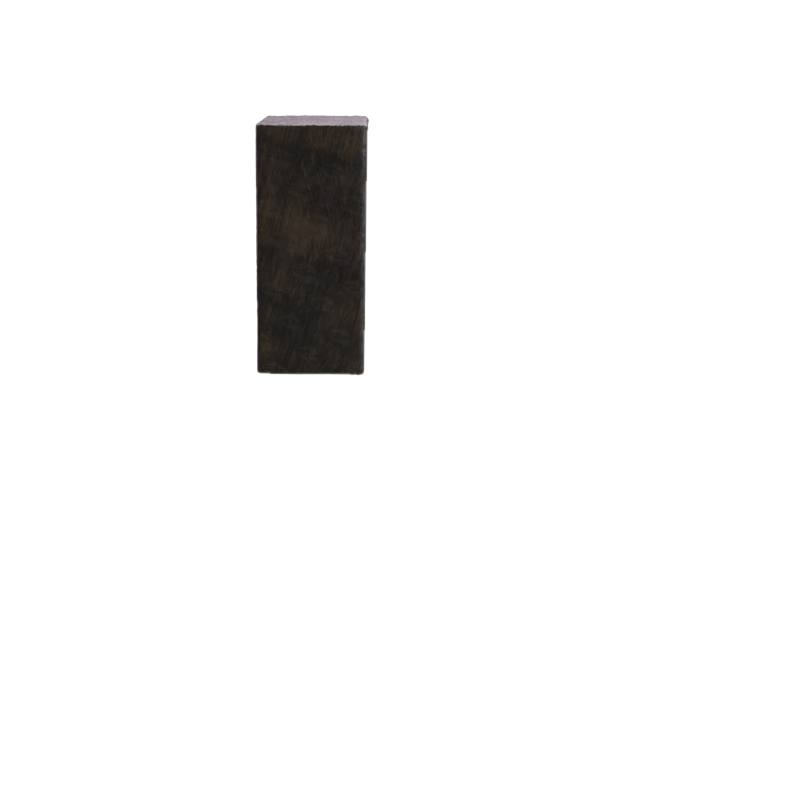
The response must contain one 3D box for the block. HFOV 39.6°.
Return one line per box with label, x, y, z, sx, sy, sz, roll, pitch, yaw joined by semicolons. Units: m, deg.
block;-0.073;-0.133;0.935;0.090;0.201;0.093;1;12;1
